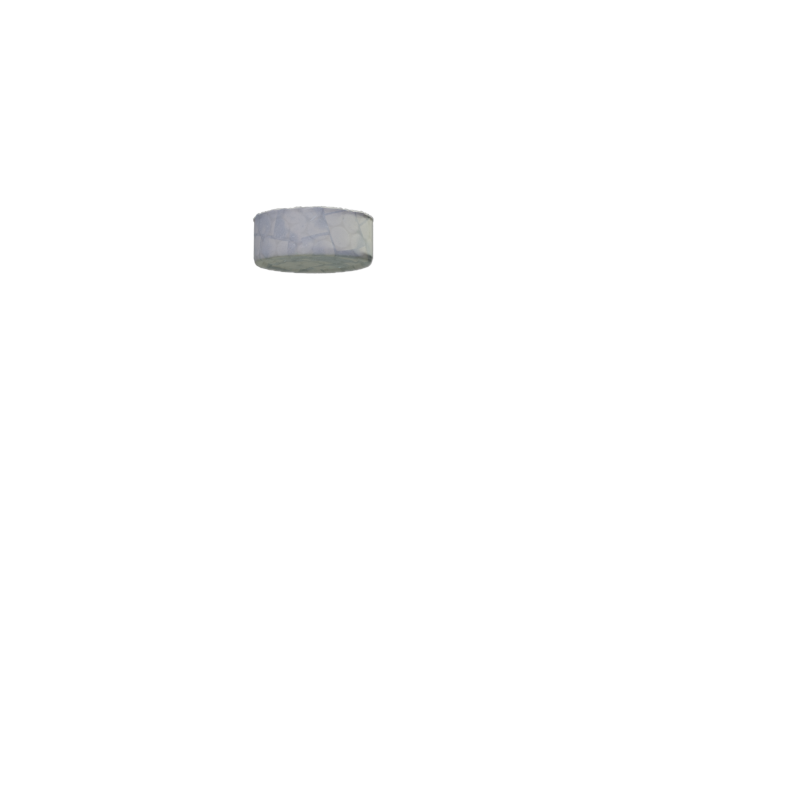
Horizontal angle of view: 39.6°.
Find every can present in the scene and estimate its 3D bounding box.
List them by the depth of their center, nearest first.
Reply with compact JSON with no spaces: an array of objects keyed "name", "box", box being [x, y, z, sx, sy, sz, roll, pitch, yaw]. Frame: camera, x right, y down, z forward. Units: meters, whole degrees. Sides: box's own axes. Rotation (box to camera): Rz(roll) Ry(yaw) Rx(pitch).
[{"name":"can","box":[-0.061,-0.112,0.784,0.086,0.034,0.085,0,-4,-2]}]
